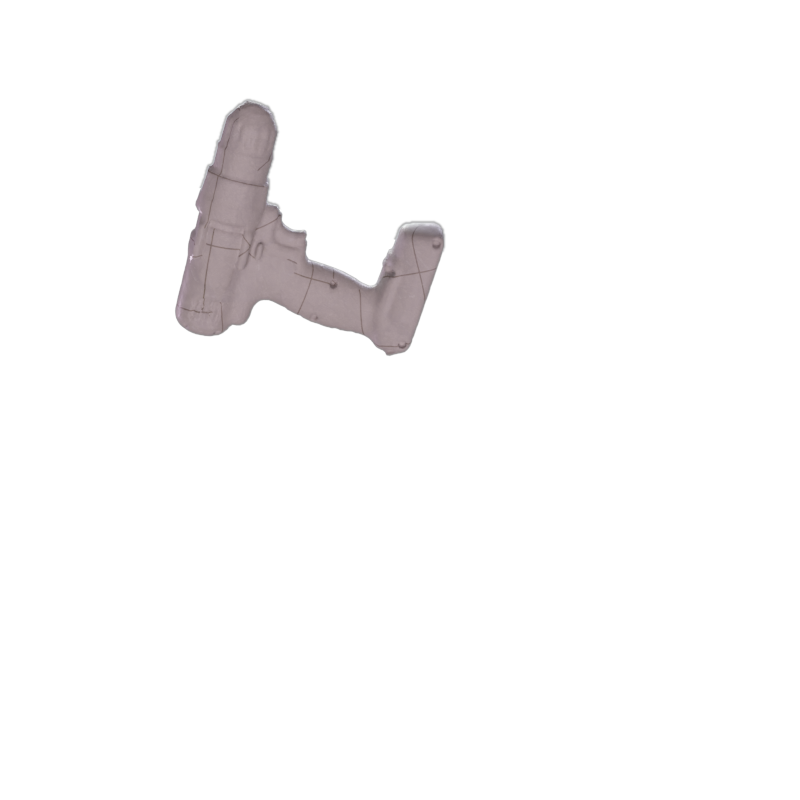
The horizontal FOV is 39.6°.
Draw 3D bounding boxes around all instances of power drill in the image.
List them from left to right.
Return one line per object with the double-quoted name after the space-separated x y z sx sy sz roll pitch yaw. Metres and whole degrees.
-0.066 -0.121 0.846 0.186 0.178 0.060 15 19 -6 "power drill"
